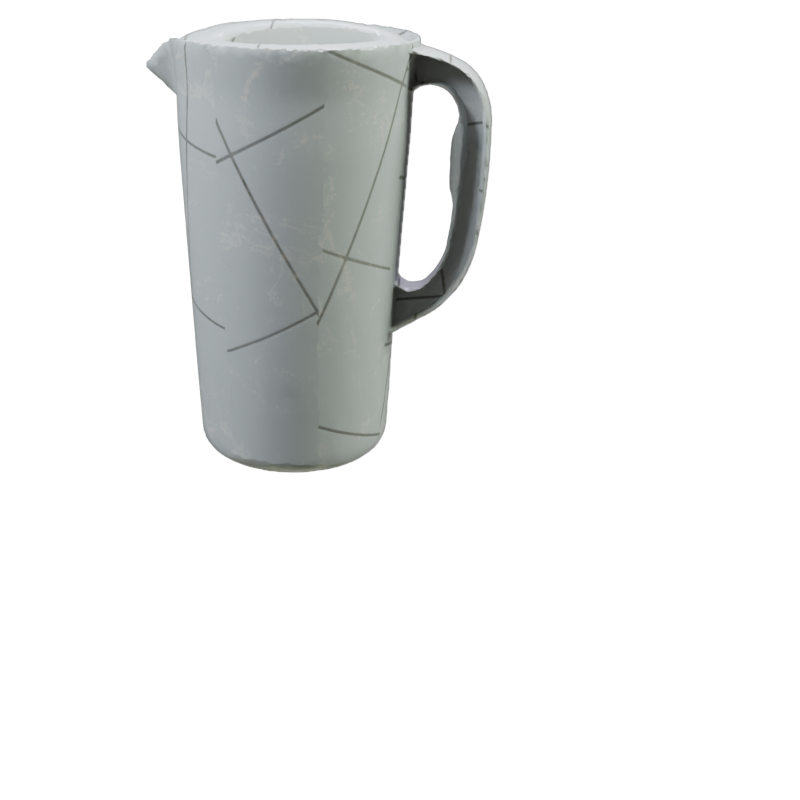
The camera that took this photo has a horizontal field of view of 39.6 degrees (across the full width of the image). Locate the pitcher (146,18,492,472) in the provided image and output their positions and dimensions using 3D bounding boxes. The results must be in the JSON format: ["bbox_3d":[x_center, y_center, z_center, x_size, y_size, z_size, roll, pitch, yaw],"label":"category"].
[{"bbox_3d":[-0.048,-0.088,0.616,0.142,0.233,0.159,-12,24,-32],"label":"pitcher"}]
